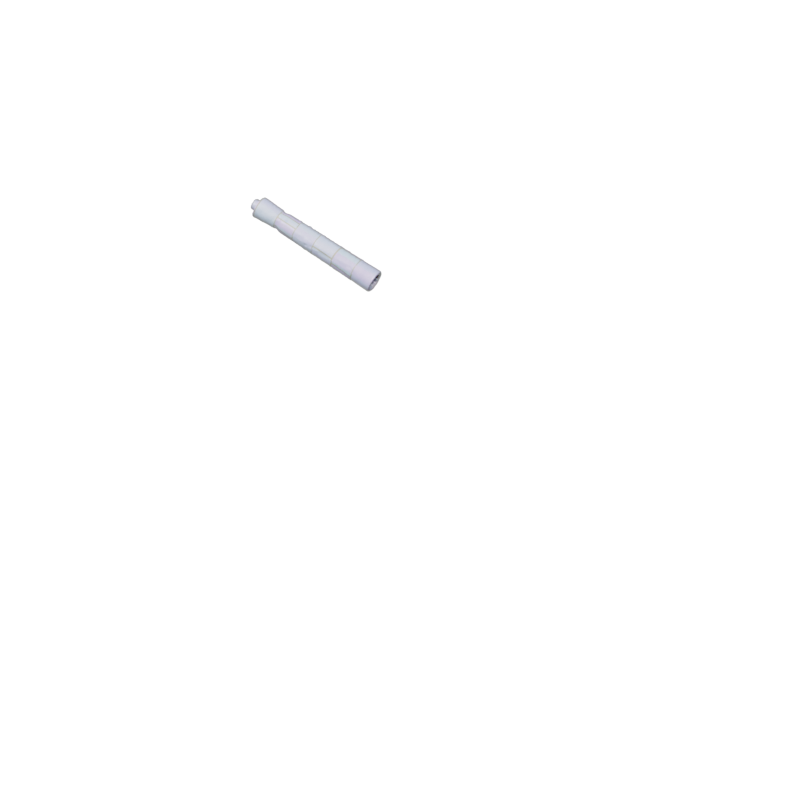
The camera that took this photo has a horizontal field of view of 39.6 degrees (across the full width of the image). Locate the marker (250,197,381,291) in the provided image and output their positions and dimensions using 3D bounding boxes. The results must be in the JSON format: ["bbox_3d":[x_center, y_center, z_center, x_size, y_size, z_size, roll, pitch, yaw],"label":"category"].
[{"bbox_3d":[-0.069,-0.126,0.883,0.126,0.019,0.019,35,14,17],"label":"marker"}]
